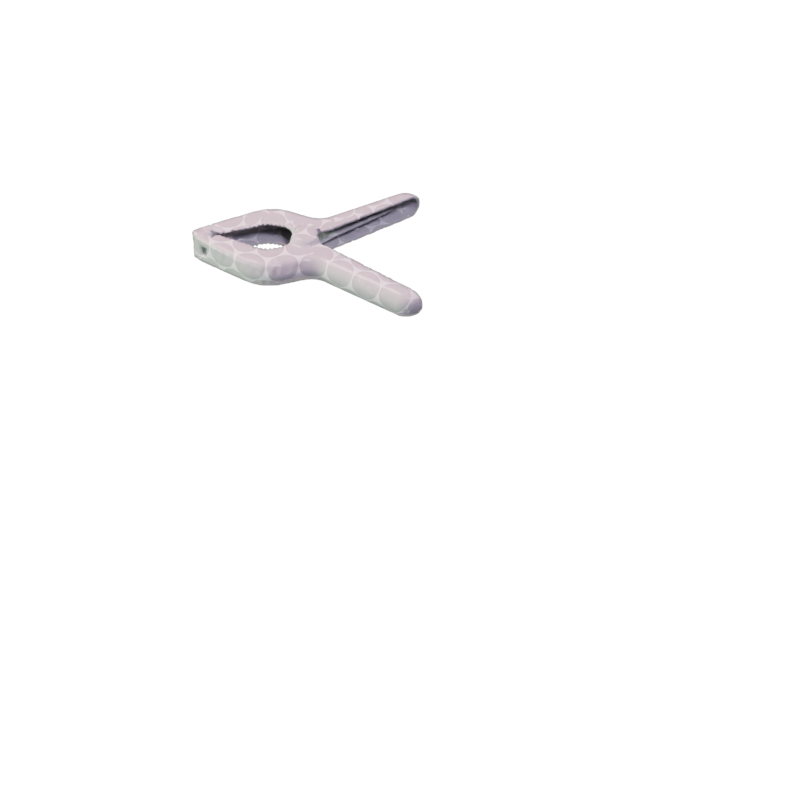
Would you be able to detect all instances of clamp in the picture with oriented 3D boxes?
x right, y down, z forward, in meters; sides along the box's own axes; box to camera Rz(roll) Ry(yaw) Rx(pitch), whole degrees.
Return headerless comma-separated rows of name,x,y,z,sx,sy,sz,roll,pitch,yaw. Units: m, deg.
clamp,-0.077,-0.141,0.989,0.213,0.034,0.174,6,40,7
